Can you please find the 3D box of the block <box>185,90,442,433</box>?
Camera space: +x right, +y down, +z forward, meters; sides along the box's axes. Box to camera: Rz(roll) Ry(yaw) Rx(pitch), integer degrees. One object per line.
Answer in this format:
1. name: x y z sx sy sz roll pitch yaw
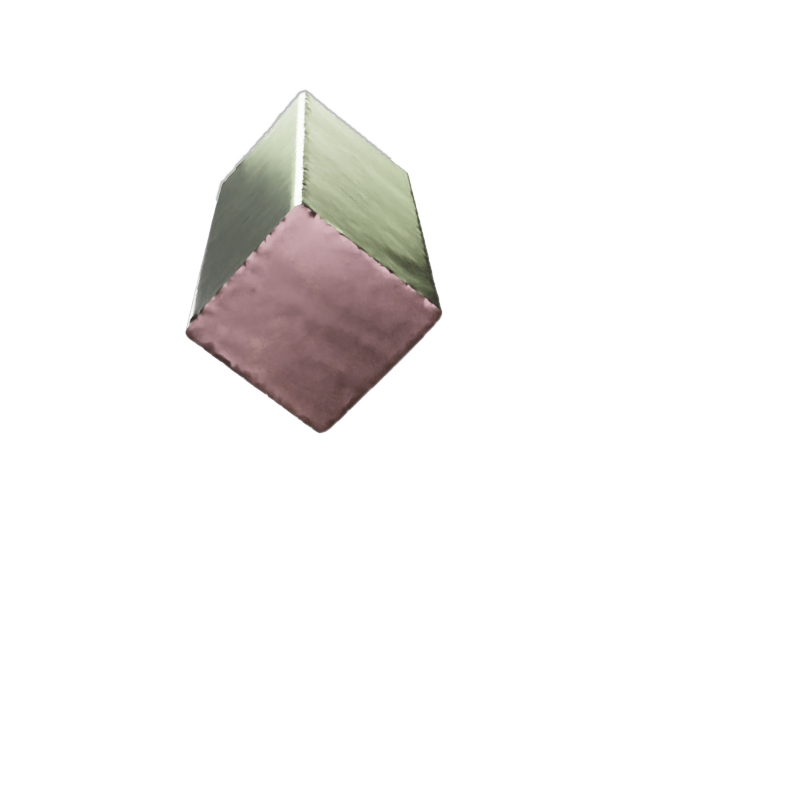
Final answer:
1. block: -0.048 -0.087 0.615 0.087 0.089 0.218 37 20 -21
